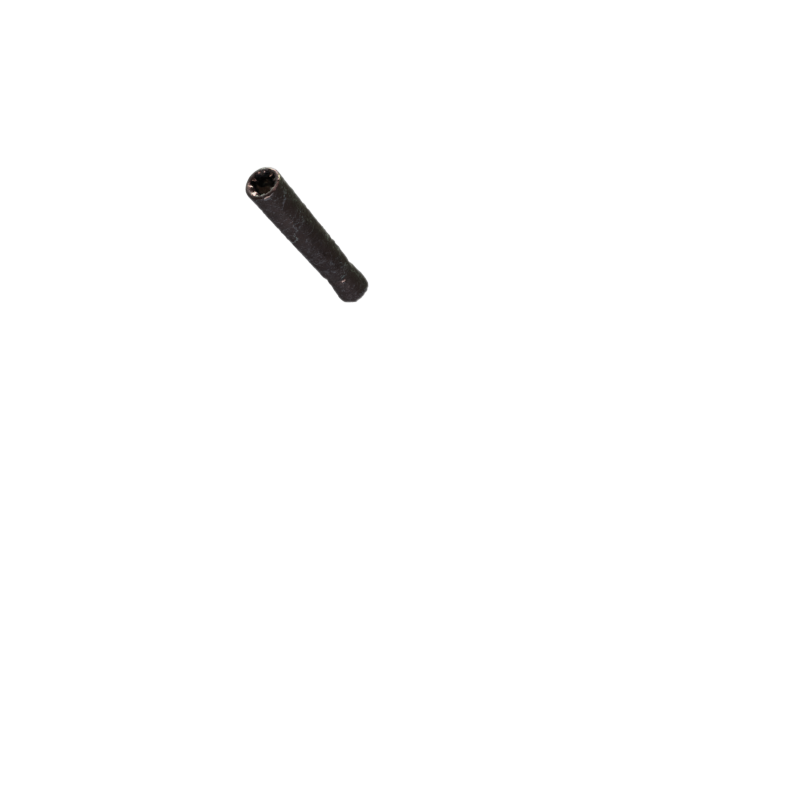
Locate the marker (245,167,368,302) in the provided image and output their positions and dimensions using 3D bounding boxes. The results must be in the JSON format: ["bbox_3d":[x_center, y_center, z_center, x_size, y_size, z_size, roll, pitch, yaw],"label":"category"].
[{"bbox_3d":[-0.045,-0.083,0.579,0.020,0.021,0.112,2,-22,25],"label":"marker"}]
